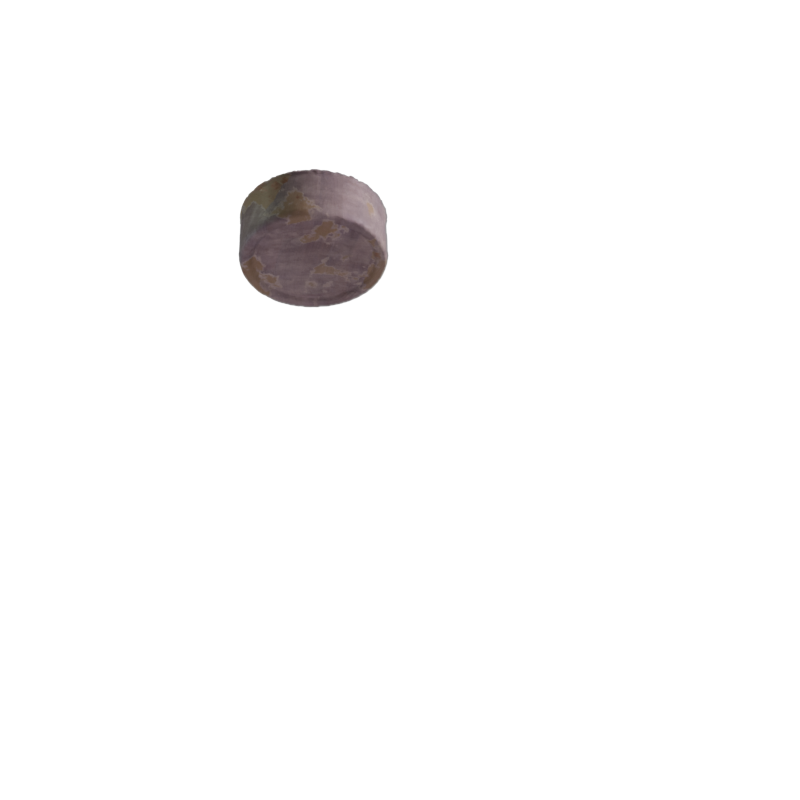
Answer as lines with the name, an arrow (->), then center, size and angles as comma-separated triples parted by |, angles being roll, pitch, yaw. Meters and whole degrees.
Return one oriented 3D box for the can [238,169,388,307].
can -> -0.050, -0.091, 0.634 | 0.086, 0.036, 0.080 | 1, -36, -2
